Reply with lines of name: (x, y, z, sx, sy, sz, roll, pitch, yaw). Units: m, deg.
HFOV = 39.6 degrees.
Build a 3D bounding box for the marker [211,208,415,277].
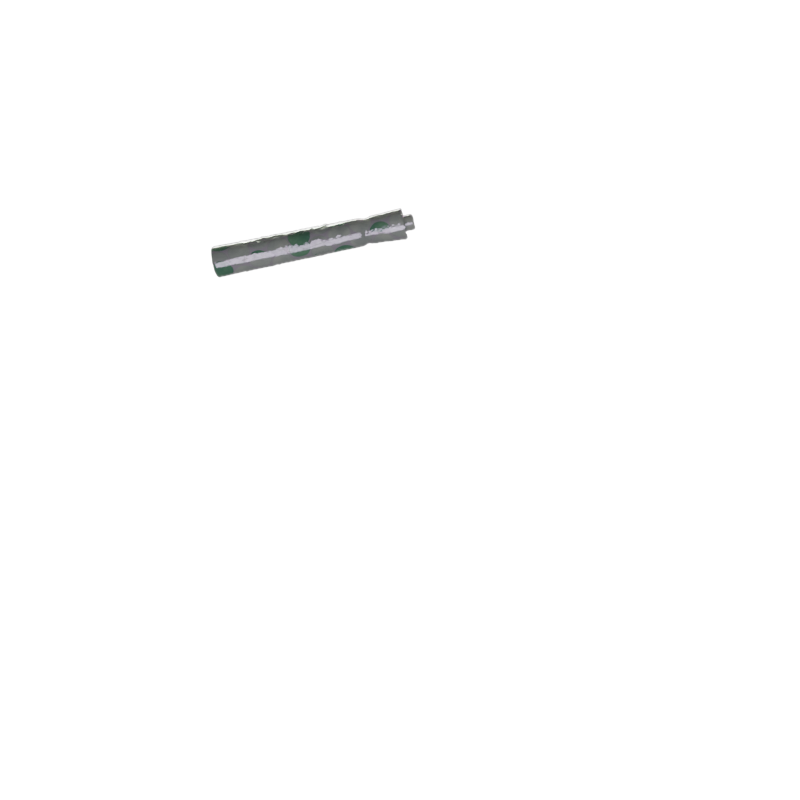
marker: (-0.051, -0.094, 0.658, 0.121, 0.020, 0.020, -11, 3, 6)
